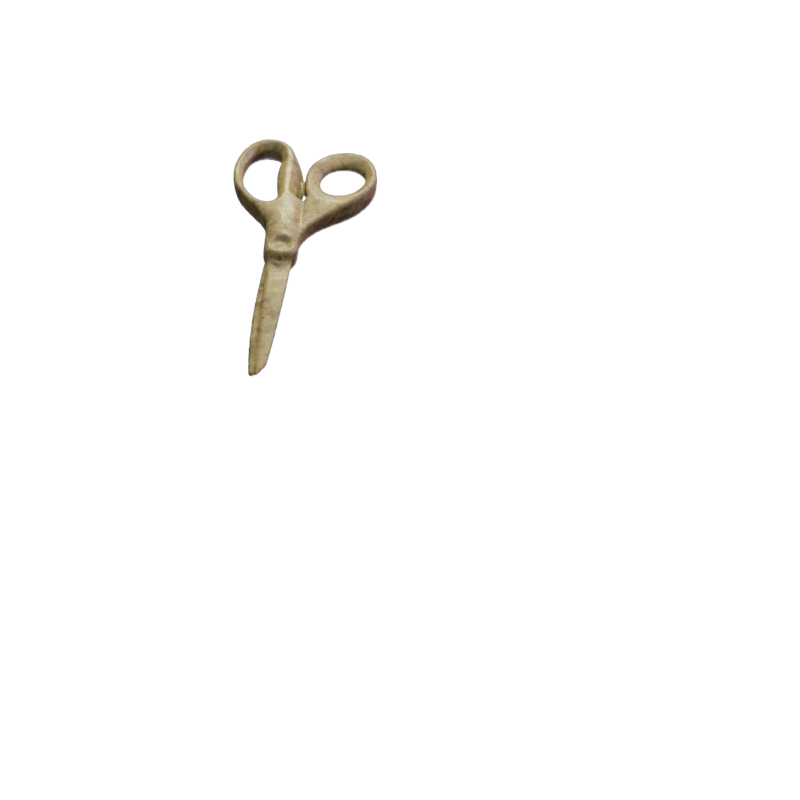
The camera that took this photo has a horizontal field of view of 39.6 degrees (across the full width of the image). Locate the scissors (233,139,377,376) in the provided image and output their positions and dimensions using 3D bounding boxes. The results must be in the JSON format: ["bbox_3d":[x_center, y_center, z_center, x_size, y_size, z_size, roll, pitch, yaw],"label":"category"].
[{"bbox_3d":[-0.049,-0.090,0.627,0.095,0.015,0.218,-8,43,-8],"label":"scissors"}]
